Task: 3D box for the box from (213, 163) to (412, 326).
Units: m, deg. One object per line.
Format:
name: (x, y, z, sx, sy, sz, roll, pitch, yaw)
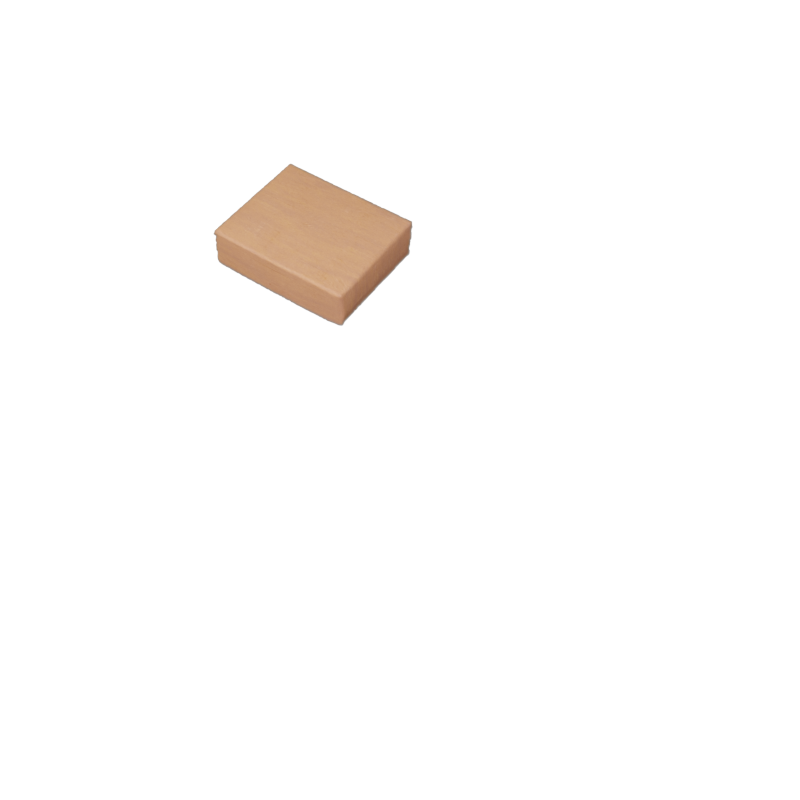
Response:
box: (-0.062, -0.113, 0.793, 0.119, 0.036, 0.092, 29, 56, 21)
